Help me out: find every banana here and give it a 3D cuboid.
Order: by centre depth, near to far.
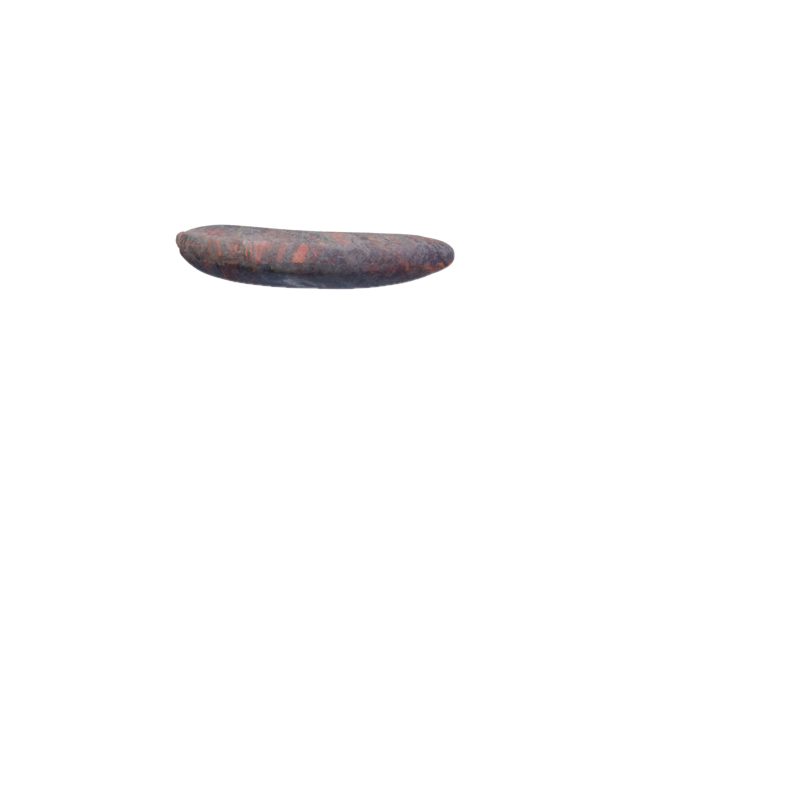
[{"bbox_3d":[-0.066,-0.099,0.735,0.201,0.035,0.072,6,28,11],"label":"banana"}]
